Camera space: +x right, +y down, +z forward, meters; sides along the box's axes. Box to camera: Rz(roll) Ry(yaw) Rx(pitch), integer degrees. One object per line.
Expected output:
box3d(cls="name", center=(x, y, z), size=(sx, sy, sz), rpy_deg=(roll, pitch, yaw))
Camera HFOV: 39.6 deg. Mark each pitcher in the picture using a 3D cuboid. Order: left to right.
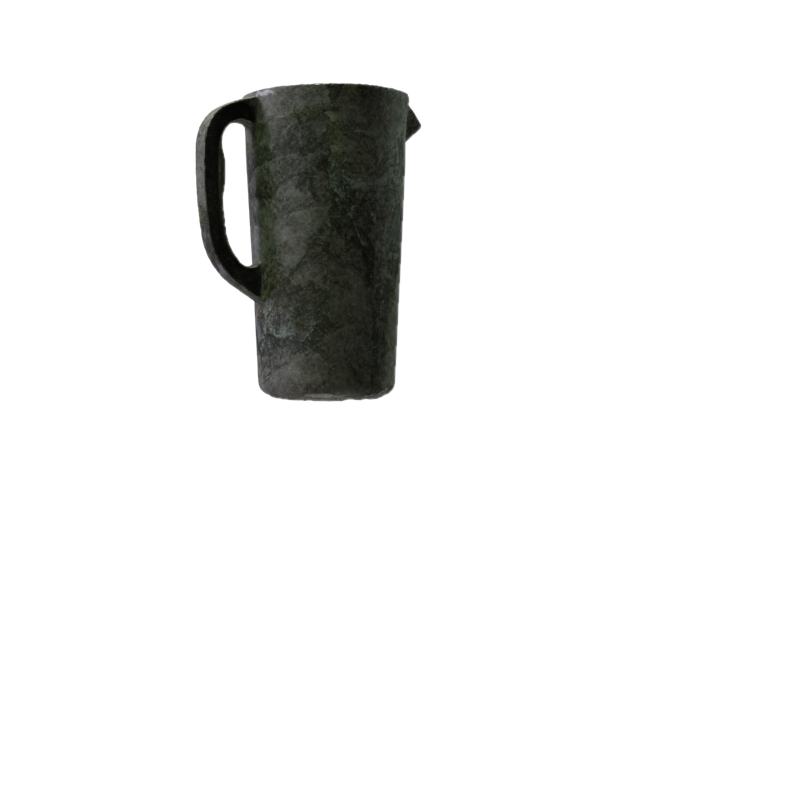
box3d(cls="pitcher", center=(-0.068, -0.125, 0.872), size=(0.153, 0.244, 0.141), rpy_deg=(0, -1, 17))
